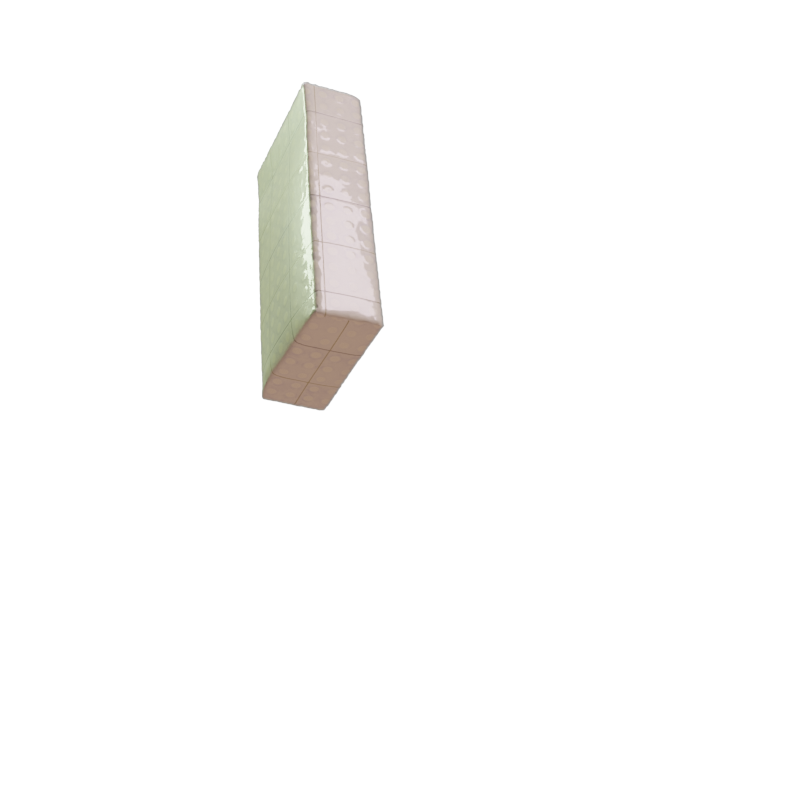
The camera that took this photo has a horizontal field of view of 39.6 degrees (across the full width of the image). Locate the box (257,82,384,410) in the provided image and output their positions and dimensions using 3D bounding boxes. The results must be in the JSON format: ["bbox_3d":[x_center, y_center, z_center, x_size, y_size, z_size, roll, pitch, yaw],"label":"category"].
[{"bbox_3d":[-0.051,-0.094,0.657,0.046,0.189,0.090,13,-39,-21],"label":"box"}]
